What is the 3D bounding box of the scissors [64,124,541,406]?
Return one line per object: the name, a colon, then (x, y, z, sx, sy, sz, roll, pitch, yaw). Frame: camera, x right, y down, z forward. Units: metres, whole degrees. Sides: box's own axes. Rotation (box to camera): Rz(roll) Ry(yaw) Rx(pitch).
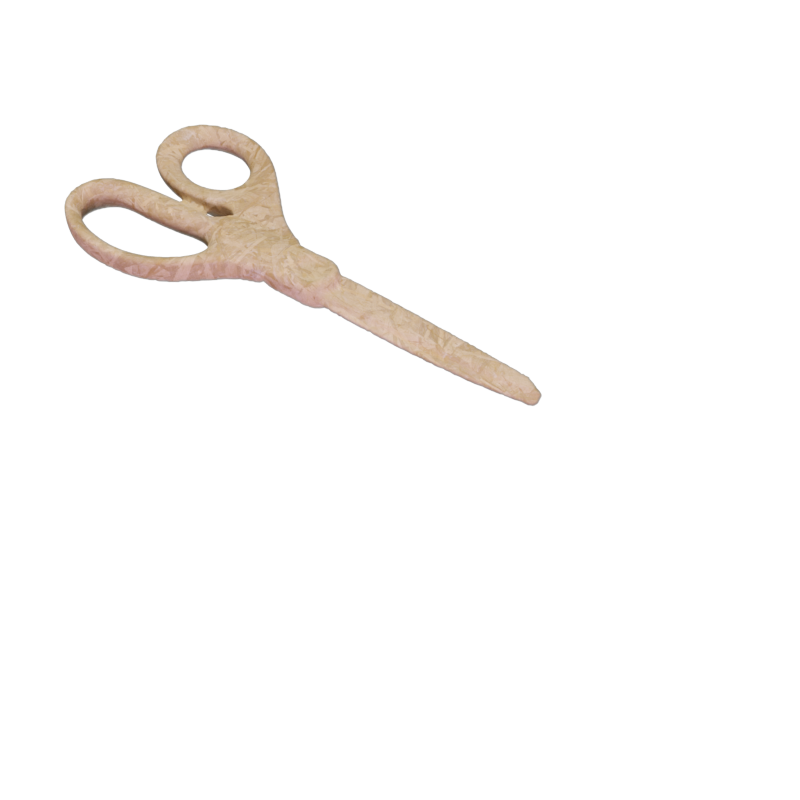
scissors: (-0.034, -0.063, 0.439, 0.207, 0.101, 0.015, 16, -39, 13)
